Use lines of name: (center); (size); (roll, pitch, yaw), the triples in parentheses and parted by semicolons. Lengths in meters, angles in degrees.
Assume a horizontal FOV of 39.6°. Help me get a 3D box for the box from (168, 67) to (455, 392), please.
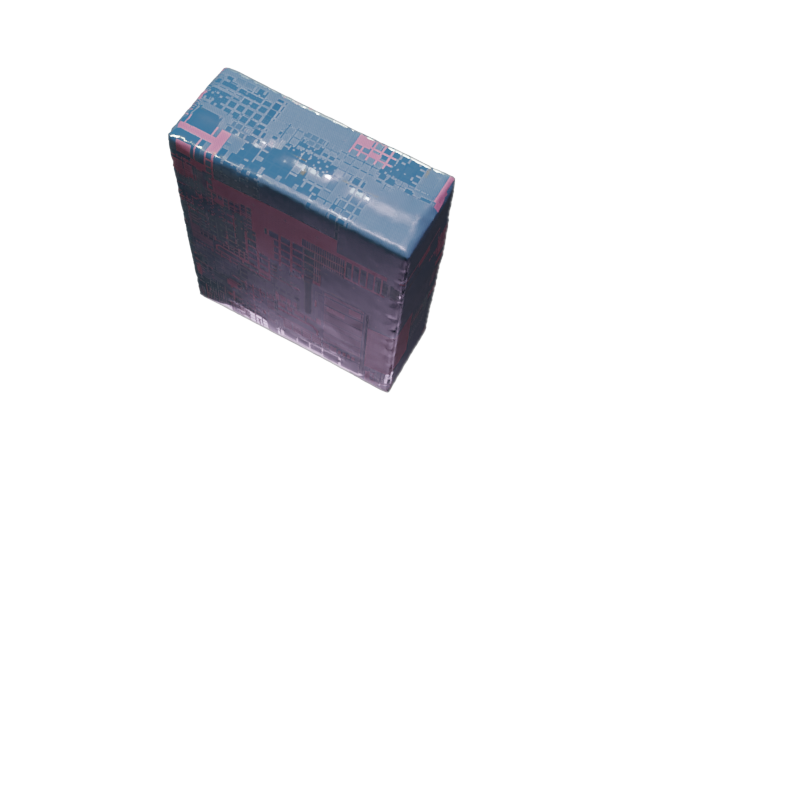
box: (-0.058, -0.105, 0.737); (0.169, 0.074, 0.202); (29, -22, 10)
